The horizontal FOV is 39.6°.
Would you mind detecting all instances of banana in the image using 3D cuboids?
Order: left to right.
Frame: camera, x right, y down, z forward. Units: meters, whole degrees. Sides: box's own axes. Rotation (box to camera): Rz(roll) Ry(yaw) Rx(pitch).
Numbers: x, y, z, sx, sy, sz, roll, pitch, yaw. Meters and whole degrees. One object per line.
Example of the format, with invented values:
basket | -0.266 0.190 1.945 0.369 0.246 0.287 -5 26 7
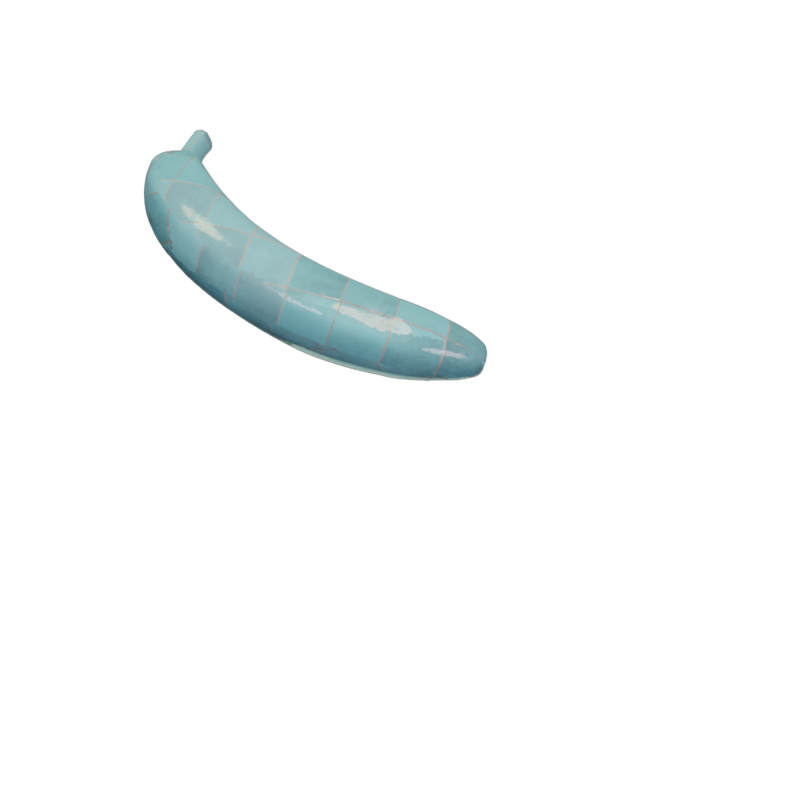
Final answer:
banana | -0.054 -0.062 0.482 0.070 0.034 0.211 -34 58 -25
